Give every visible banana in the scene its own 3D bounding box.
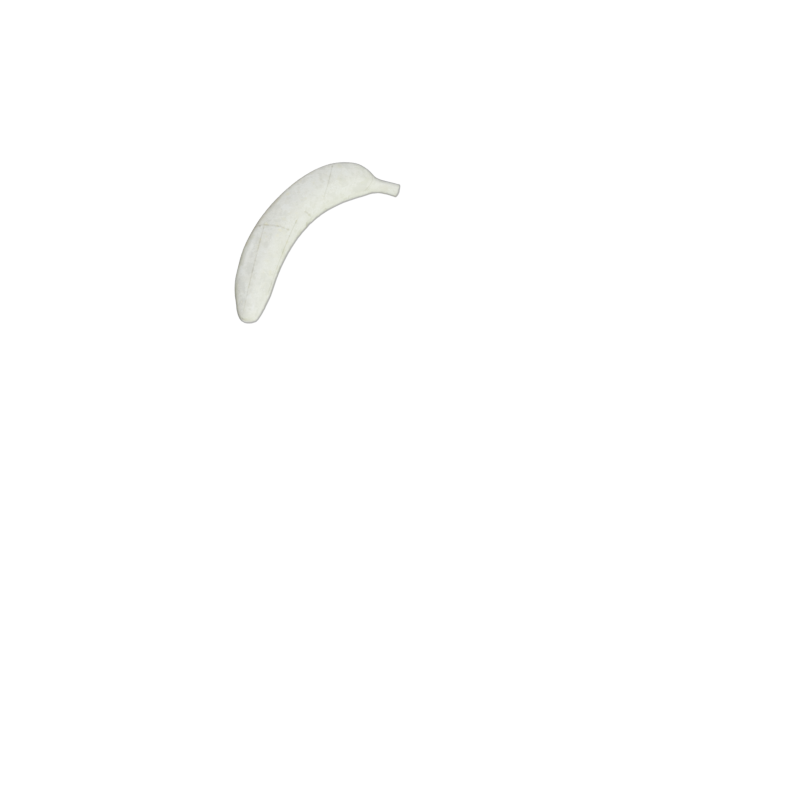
[{"bbox_3d":[-0.086,-0.150,0.961,0.073,0.201,0.034,36,-25,19],"label":"banana"}]
